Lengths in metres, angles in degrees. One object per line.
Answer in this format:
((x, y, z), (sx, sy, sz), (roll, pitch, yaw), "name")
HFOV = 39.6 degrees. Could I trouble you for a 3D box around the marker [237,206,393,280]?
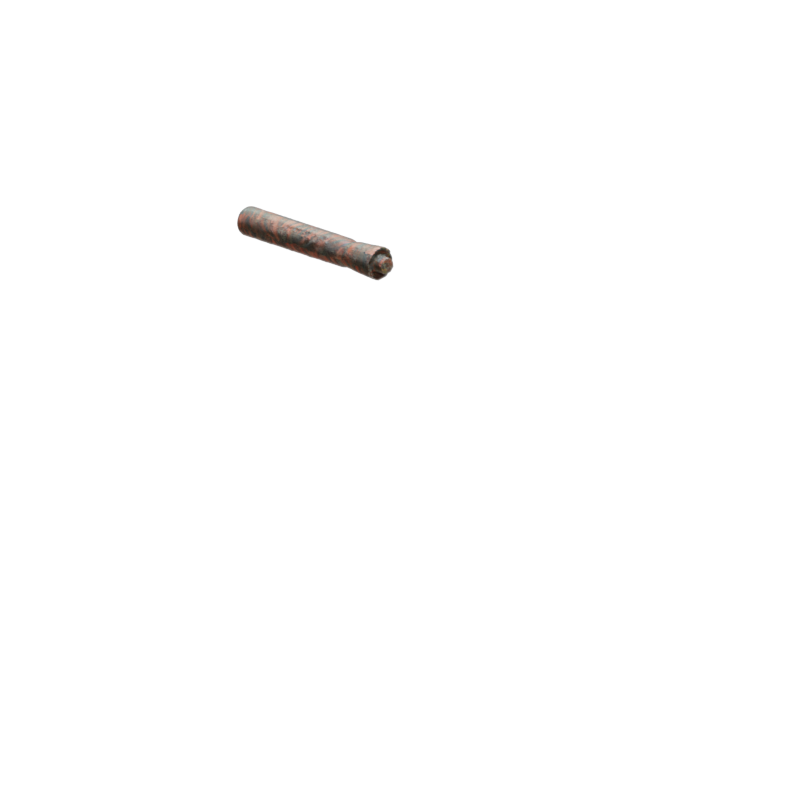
((-0.050, -0.092, 0.643), (0.019, 0.019, 0.129), (-4, 20, -44), "marker")
